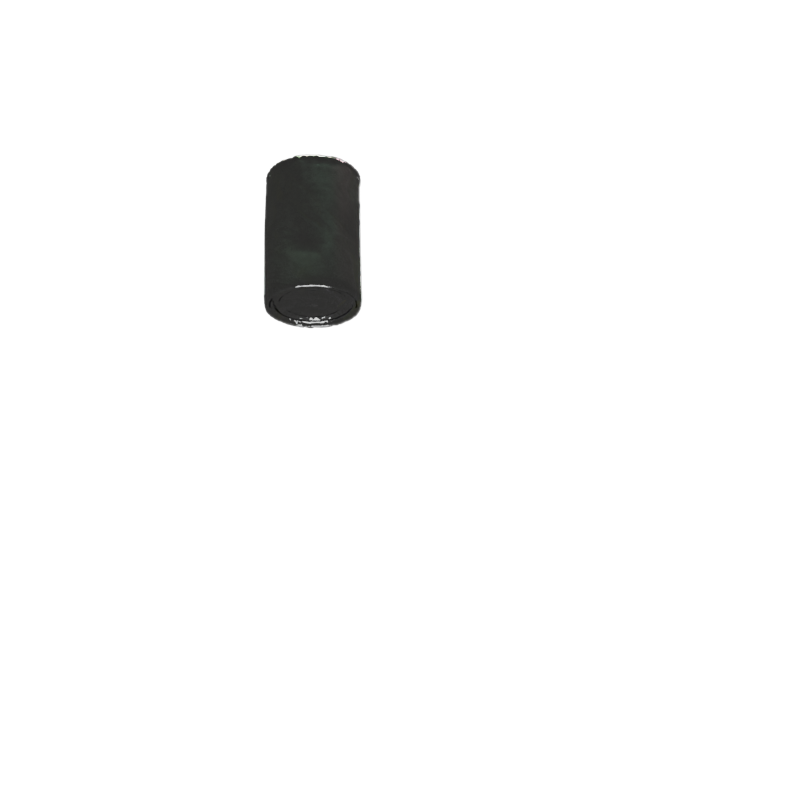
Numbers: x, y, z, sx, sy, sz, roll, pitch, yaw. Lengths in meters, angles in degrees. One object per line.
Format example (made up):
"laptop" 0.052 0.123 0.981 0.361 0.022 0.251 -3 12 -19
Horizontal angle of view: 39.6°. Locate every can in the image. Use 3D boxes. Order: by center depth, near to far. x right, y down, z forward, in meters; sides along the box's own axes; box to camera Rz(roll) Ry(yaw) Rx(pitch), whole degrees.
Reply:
"can" -0.060 -0.110 0.768 0.068 0.108 0.065 0 -27 -2
